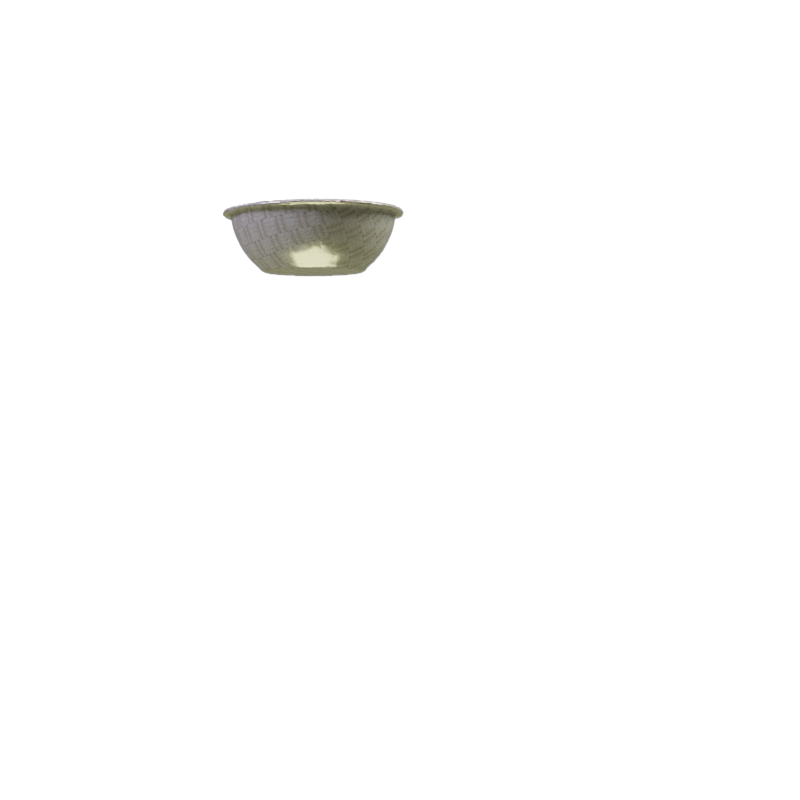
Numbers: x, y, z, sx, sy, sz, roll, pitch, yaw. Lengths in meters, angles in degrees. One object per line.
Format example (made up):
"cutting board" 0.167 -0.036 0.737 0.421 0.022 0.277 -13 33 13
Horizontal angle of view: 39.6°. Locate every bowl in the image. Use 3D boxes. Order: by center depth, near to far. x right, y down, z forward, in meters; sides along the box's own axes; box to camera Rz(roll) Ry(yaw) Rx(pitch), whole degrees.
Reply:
"bowl" -0.077 -0.141 0.989 0.162 0.055 0.161 0 1 -2
